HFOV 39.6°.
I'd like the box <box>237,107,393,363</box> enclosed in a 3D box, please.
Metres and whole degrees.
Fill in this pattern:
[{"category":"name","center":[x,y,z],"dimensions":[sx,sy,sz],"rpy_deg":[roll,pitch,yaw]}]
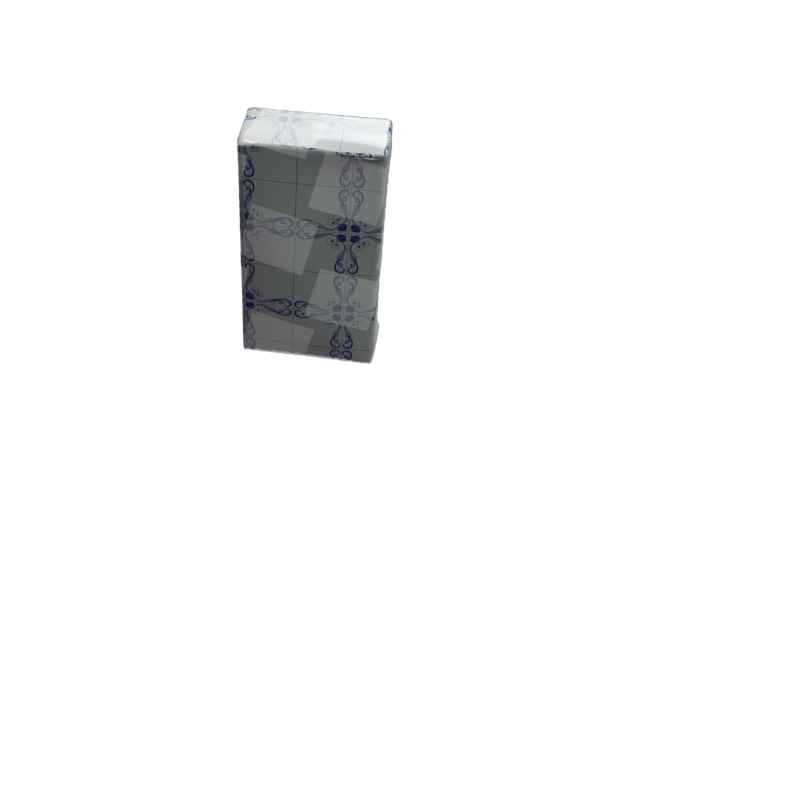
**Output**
[{"category":"box","center":[-0.057,-0.103,0.721],"dimensions":[0.094,0.051,0.164],"rpy_deg":[7,-44,3]}]
